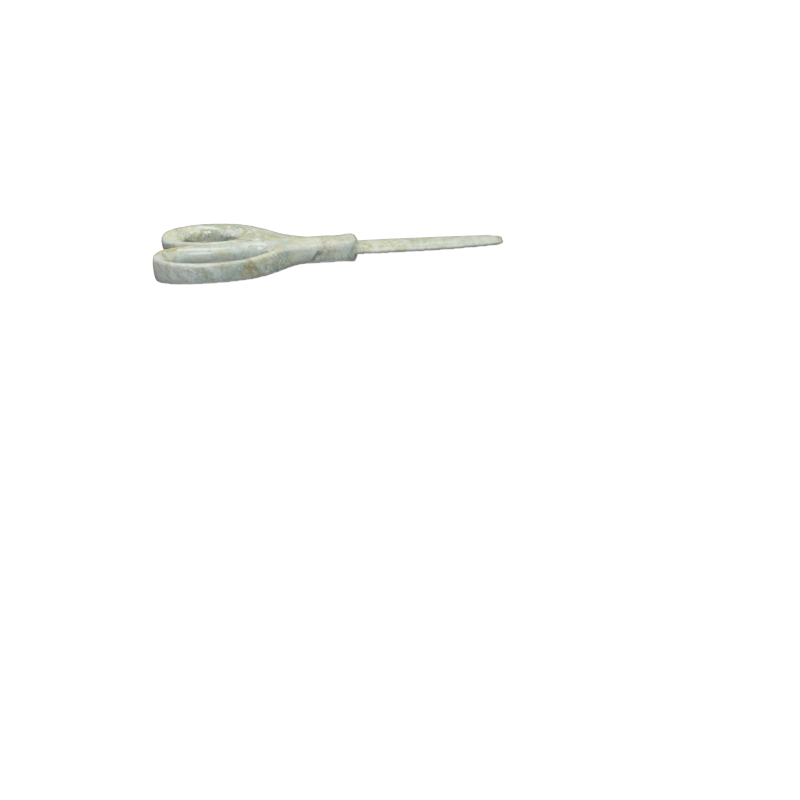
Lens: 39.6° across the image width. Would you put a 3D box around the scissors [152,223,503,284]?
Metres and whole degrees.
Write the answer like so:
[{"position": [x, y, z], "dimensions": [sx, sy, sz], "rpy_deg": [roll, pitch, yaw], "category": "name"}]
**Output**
[{"position": [-0.051, -0.092, 0.646], "dimensions": [0.197, 0.015, 0.102], "rpy_deg": [-11, 25, -25], "category": "scissors"}]
